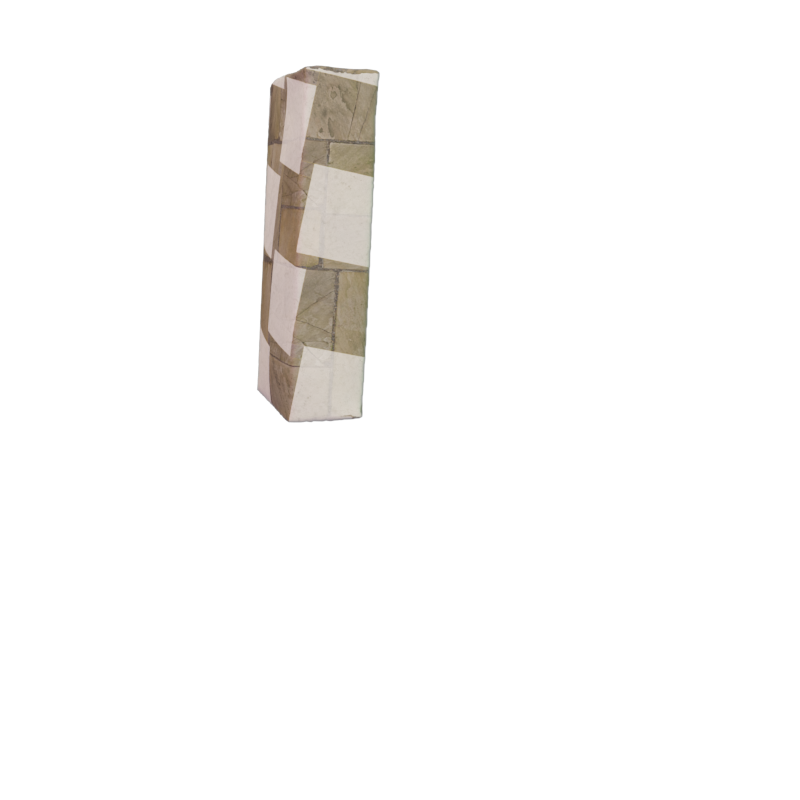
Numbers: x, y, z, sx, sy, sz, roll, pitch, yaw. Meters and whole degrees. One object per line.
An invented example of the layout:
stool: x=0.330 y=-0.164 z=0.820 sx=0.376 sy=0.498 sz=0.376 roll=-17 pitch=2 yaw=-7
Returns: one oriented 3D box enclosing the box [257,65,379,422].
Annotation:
box: x=-0.046 y=-0.084 z=0.587 sx=0.047 sy=0.175 sz=0.096 roll=-1 pitch=4 yaw=-17
